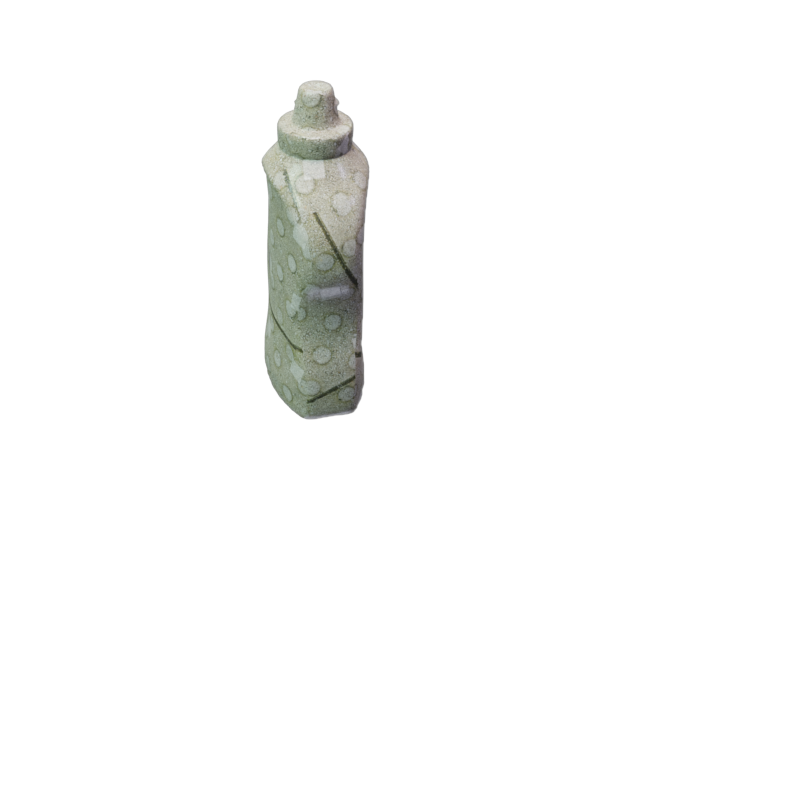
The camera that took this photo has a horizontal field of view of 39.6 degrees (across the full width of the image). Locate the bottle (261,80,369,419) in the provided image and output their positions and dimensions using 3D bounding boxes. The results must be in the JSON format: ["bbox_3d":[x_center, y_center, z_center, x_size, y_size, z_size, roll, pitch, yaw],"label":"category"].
[{"bbox_3d":[-0.049,-0.090,0.631,0.058,0.180,0.104,-6,36,-12],"label":"bottle"}]
